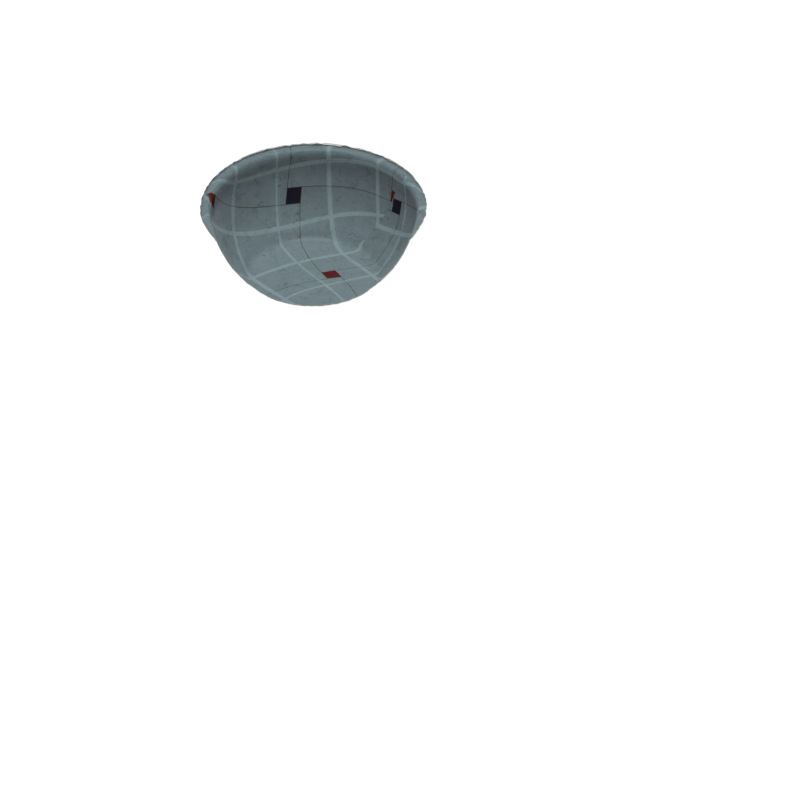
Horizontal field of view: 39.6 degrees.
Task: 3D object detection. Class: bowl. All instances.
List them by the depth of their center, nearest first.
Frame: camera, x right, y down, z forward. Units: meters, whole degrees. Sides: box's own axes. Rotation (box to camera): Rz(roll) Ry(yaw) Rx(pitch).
[{"bbox_3d":[-0.061,-0.111,0.779,0.162,0.058,0.153,1,-27,-2],"label":"bowl"}]
